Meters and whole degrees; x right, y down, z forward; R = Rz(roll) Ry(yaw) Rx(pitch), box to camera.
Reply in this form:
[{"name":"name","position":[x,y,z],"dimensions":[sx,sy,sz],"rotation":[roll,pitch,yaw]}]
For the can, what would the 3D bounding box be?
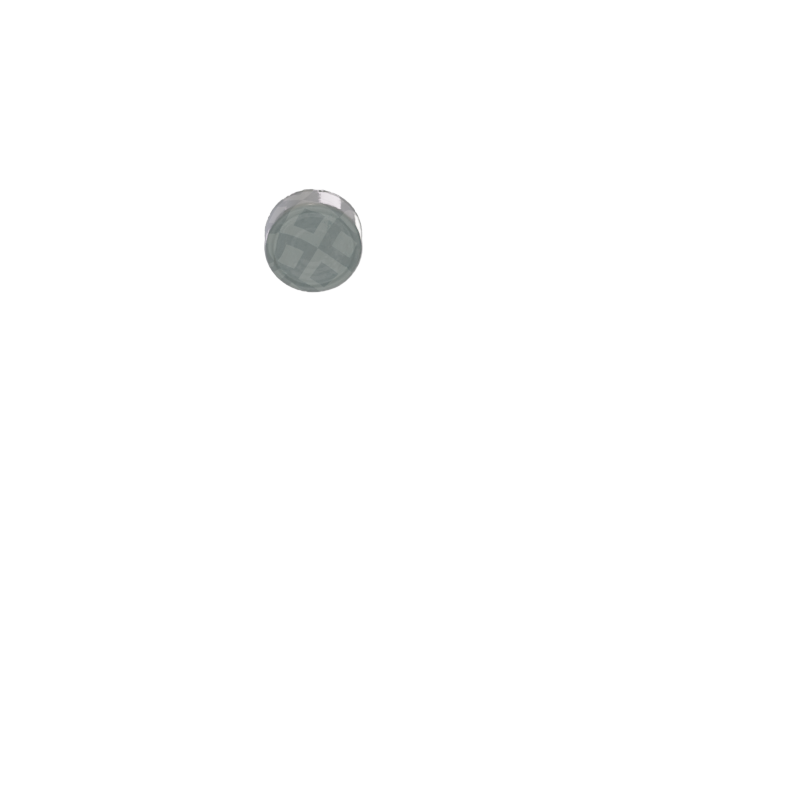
[{"name":"can","position":[-0.075,-0.137,0.960],"dimensions":[0.086,0.081,0.035],"rotation":[1,27,-1]}]
